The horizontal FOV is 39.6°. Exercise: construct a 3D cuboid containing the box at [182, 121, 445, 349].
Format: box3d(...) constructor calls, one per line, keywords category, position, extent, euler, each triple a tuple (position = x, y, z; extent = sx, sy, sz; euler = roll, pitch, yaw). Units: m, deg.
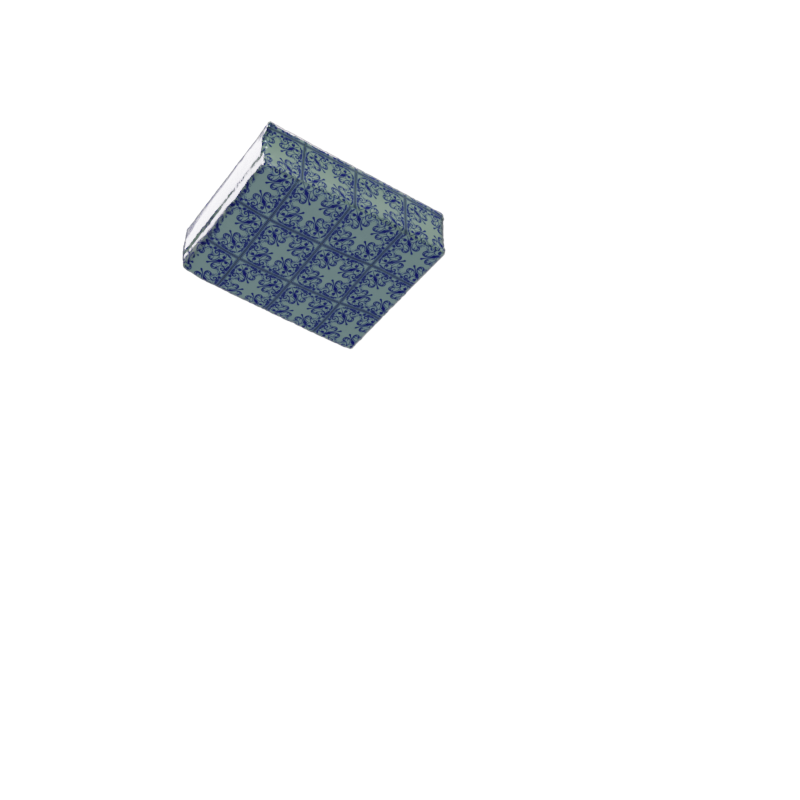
box3d(category="box", position=(-0.046, -0.084, 0.590), extent=(0.108, 0.042, 0.088), euler=(25, -50, -24))
